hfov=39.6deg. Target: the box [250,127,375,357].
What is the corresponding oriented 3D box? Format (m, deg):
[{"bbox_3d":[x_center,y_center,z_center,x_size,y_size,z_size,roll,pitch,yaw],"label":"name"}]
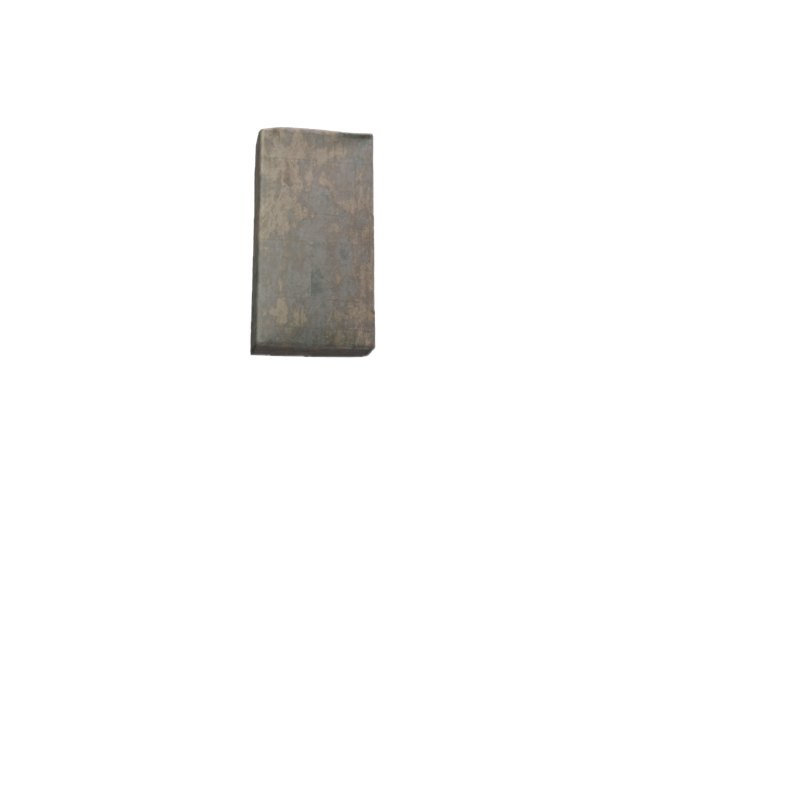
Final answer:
[{"bbox_3d":[-0.067,-0.123,0.859,0.092,0.183,0.047,1,-15,-9],"label":"box"}]
